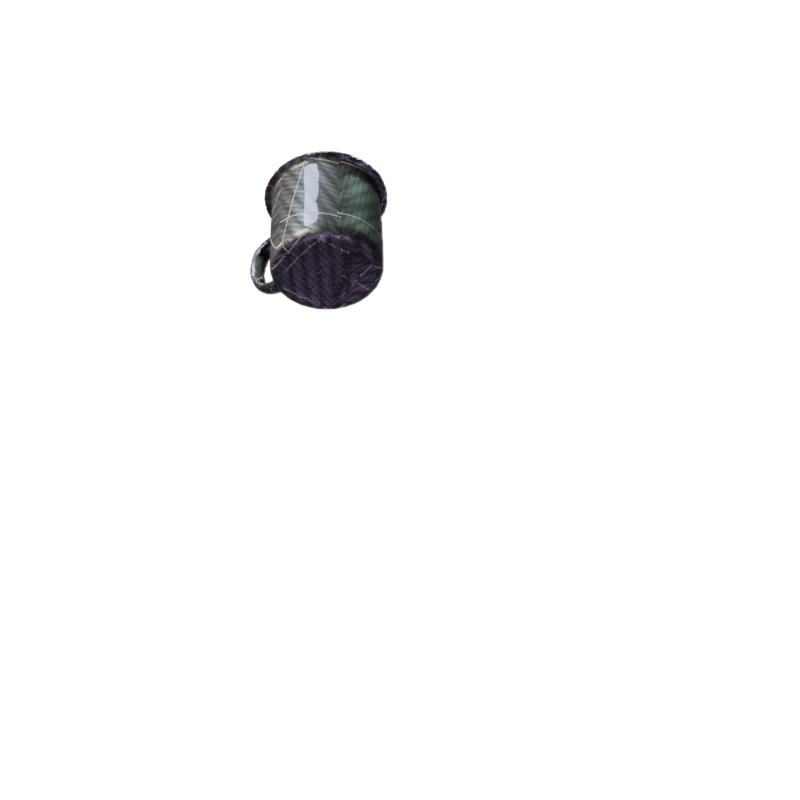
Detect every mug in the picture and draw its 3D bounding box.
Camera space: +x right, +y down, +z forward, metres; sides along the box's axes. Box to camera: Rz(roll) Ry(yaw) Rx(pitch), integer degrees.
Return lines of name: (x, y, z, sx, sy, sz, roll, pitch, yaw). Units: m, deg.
mug: (-0.064, -0.117, 0.816, 0.117, 0.087, 0.086, -26, -48, 24)
